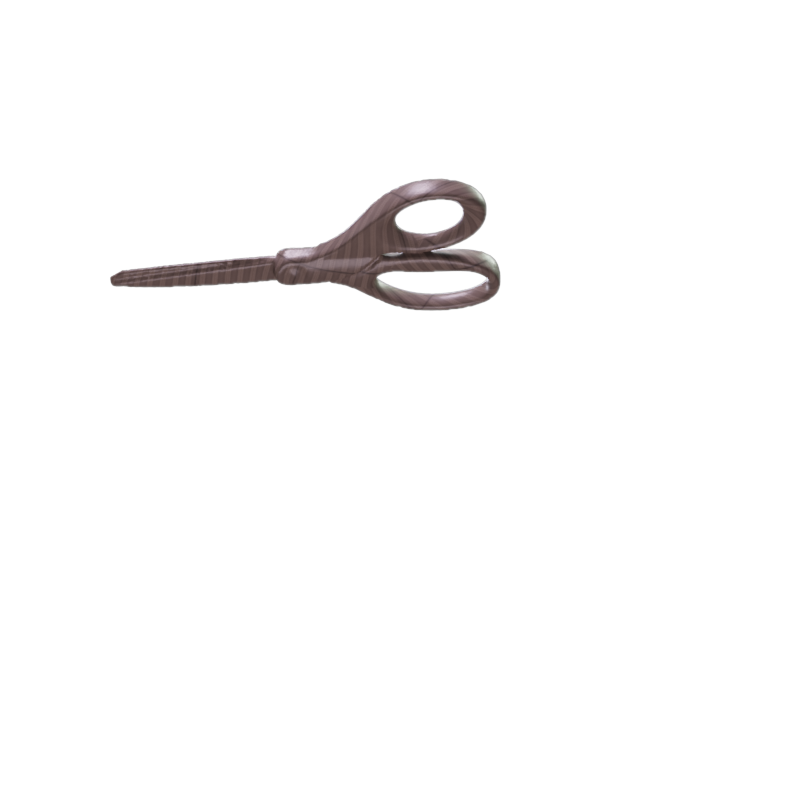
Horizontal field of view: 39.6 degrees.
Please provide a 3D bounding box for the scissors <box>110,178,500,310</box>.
[{"bbox_3d":[-0.044,-0.080,0.560,0.199,0.017,0.090,6,-40,-7],"label":"scissors"}]
